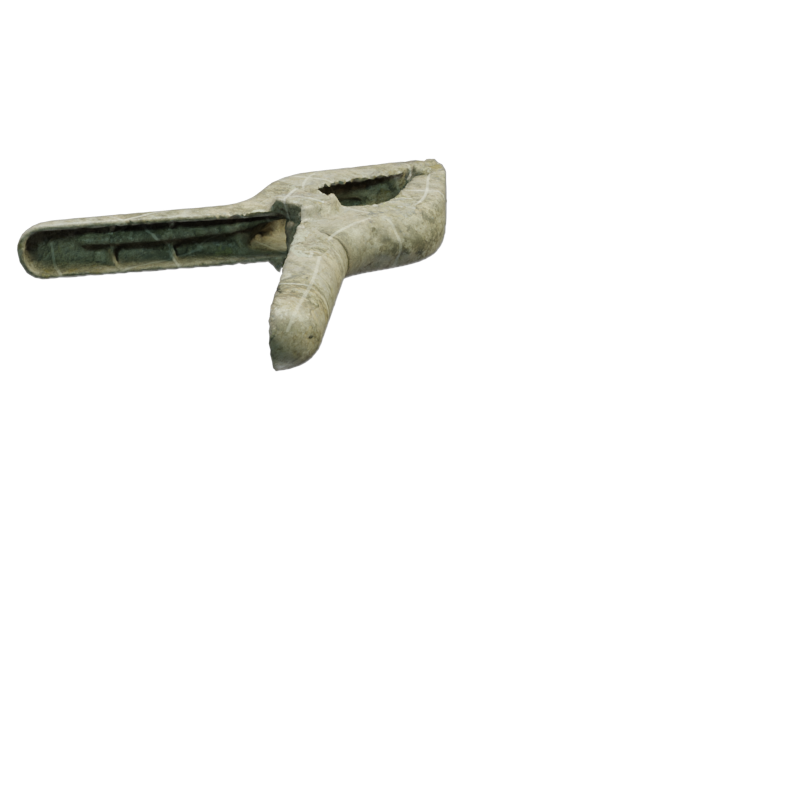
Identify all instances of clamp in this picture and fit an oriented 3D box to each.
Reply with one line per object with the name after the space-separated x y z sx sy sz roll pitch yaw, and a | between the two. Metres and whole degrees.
-0.039 -0.070 0.492 0.207 0.035 0.175 -23 34 -38 | clamp
